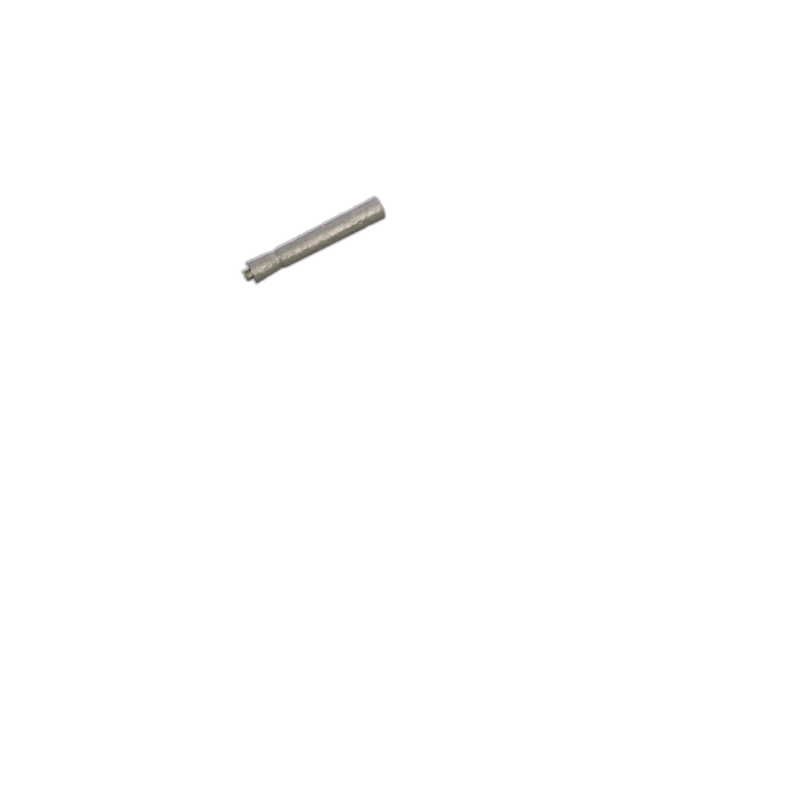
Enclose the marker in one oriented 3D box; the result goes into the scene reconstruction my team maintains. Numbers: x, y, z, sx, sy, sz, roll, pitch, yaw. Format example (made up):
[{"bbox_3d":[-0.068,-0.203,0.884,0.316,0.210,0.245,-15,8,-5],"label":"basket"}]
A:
[{"bbox_3d":[-0.068,-0.125,0.873,0.121,0.019,0.020,-28,8,-7],"label":"marker"}]
